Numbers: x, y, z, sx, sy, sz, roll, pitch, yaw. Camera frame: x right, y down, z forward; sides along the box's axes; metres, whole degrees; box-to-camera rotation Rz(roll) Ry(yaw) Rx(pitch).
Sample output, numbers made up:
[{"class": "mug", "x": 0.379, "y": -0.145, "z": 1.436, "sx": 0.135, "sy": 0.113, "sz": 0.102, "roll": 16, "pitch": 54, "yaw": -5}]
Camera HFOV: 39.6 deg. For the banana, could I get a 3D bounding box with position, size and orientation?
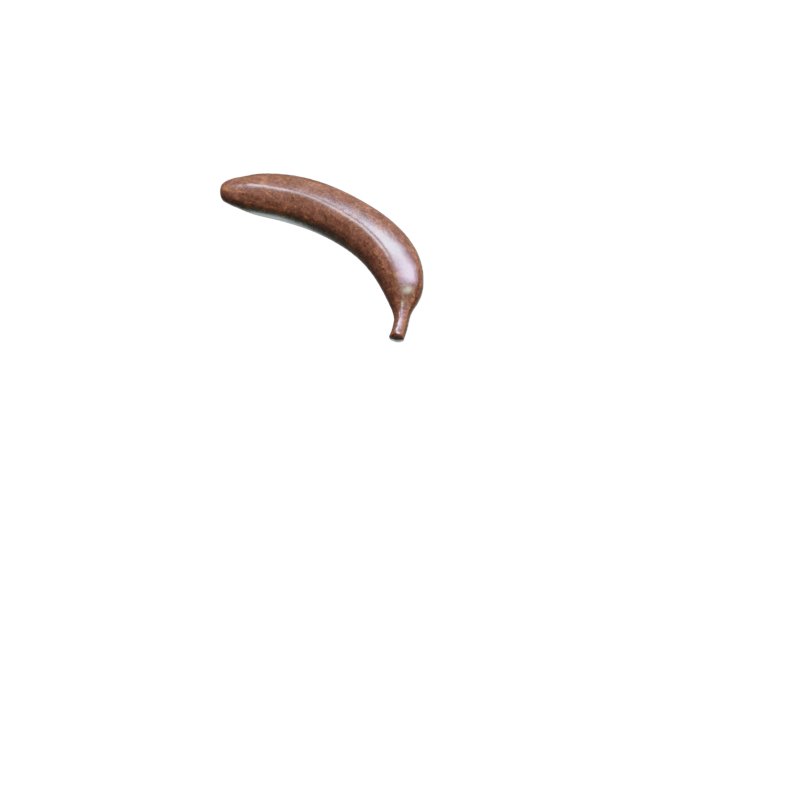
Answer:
[{"class": "banana", "x": -0.049, "y": -0.125, "z": 0.827, "sx": 0.070, "sy": 0.034, "sz": 0.211, "roll": -36, "pitch": 59, "yaw": -26}]
